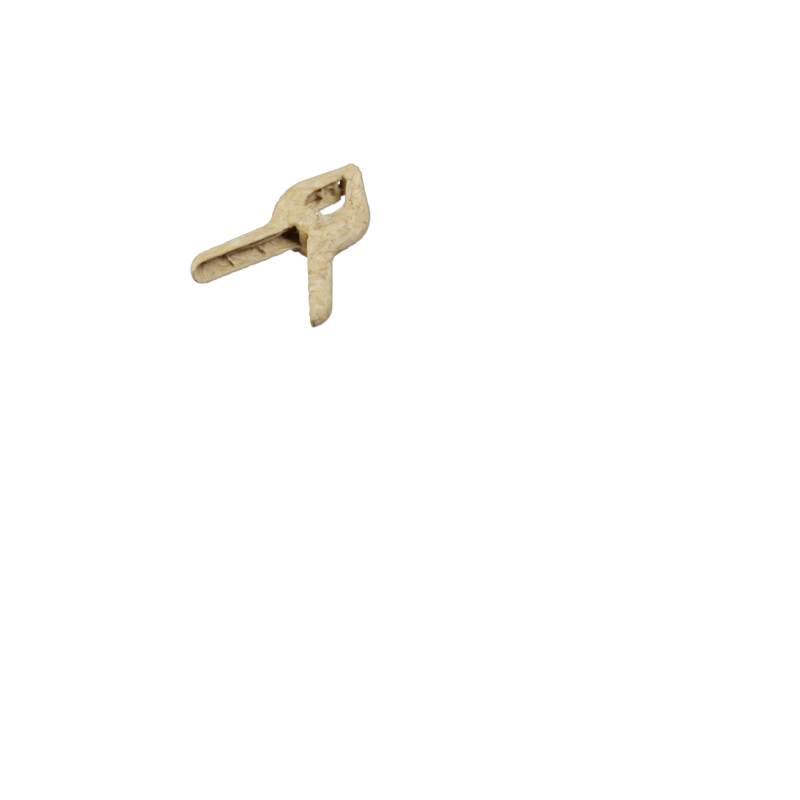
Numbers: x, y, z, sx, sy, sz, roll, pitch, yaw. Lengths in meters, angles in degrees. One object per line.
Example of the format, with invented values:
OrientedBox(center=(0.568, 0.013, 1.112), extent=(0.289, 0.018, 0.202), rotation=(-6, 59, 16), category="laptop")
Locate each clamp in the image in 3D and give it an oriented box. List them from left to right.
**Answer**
OrientedBox(center=(-0.069, -0.125, 0.877), extent=(0.126, 0.036, 0.175), rotation=(30, 57, 22), category="clamp")
